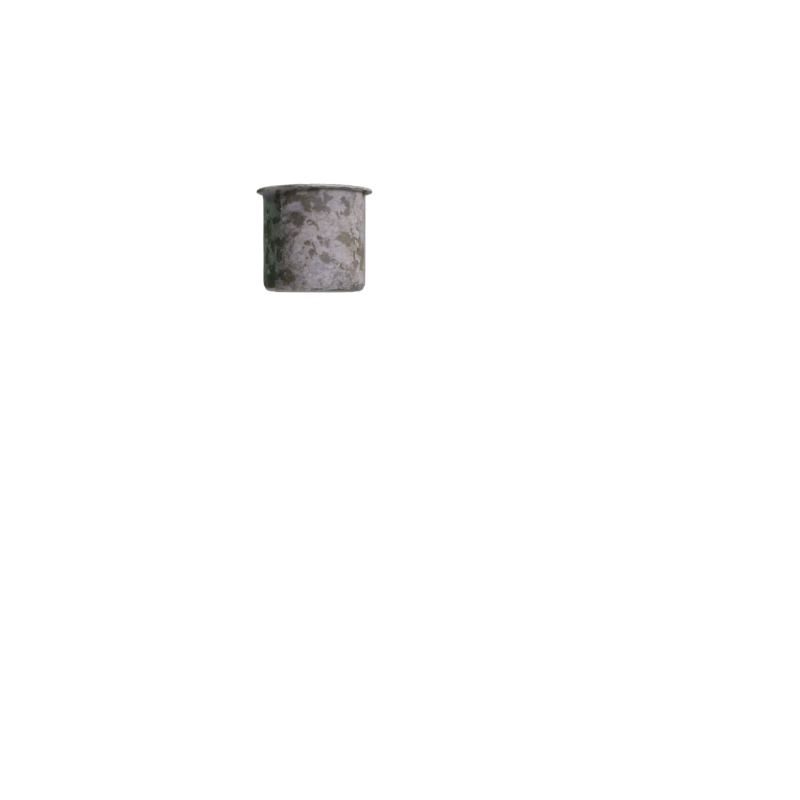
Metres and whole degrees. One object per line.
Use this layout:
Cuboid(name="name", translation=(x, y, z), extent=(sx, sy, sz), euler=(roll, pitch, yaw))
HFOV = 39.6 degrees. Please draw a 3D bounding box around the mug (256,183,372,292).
Cuboid(name="mug", translation=(-0.070, -0.128, 0.898), extent=(0.092, 0.082, 0.118), euler=(0, 2, -7))
